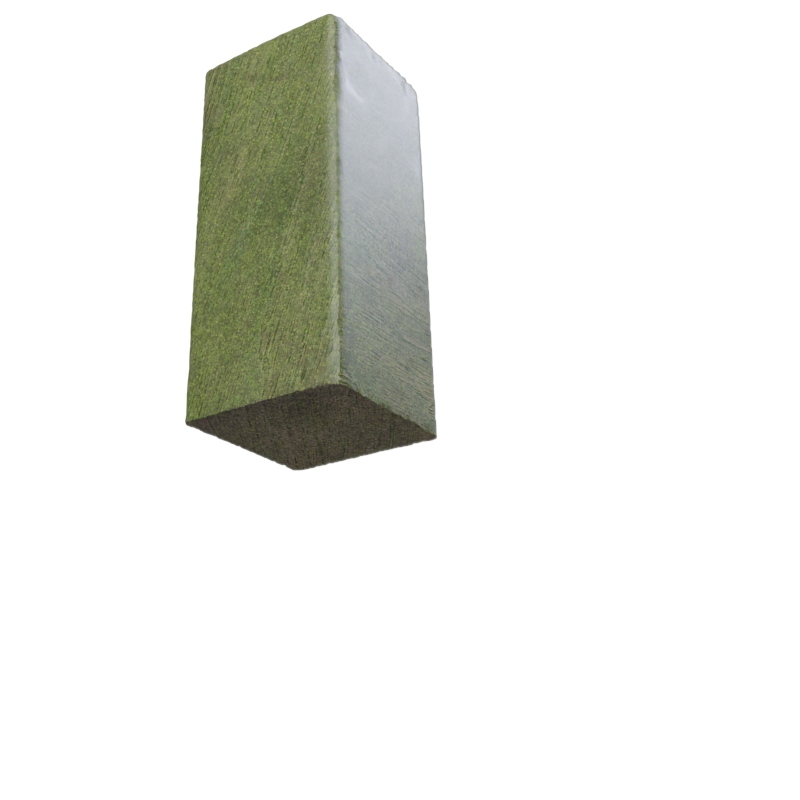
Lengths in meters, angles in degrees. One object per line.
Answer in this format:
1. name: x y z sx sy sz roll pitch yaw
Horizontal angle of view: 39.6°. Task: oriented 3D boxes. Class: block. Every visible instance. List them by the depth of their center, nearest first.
1. block: -0.045 -0.082 0.575 0.091 0.219 0.084 -18 -31 29
